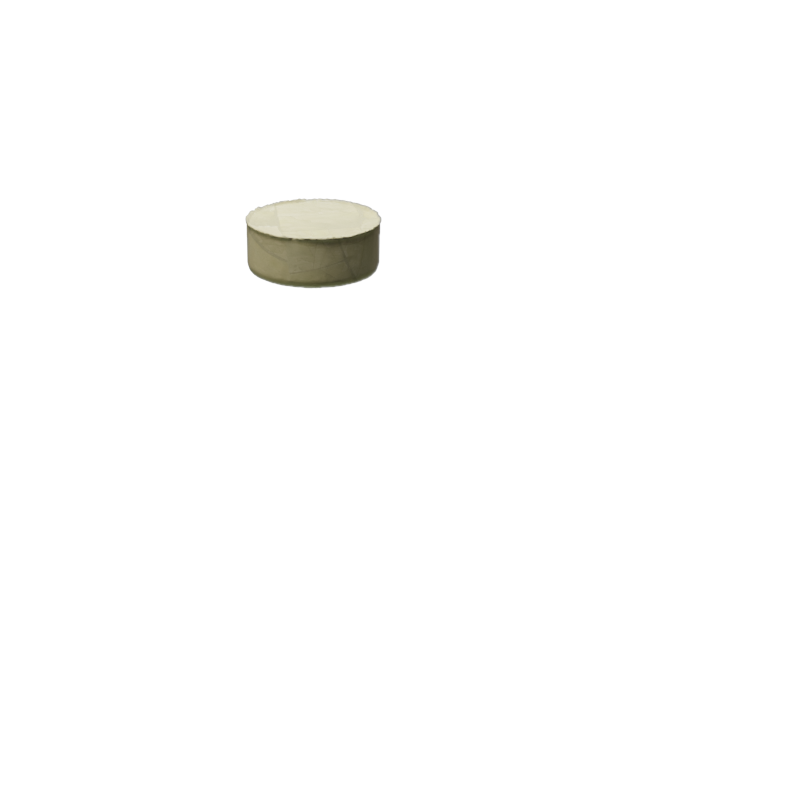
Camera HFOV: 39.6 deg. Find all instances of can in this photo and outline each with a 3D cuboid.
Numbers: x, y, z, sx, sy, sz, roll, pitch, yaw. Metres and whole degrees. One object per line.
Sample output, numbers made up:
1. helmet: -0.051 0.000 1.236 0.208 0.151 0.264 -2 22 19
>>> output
1. can: -0.055 -0.101 0.706 0.086 0.032 0.090 -1 24 -2
